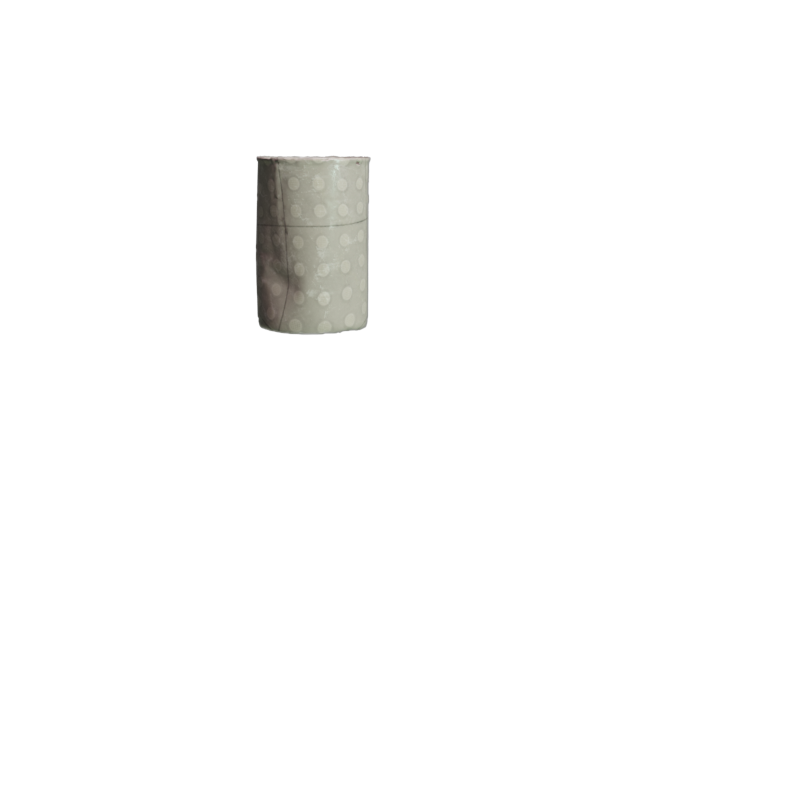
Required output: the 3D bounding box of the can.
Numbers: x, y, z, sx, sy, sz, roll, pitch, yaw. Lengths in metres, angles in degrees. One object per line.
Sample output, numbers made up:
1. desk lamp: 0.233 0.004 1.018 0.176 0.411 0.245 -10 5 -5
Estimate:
1. can: -0.052 -0.095 0.663 0.068 0.101 0.070 0 7 -2
